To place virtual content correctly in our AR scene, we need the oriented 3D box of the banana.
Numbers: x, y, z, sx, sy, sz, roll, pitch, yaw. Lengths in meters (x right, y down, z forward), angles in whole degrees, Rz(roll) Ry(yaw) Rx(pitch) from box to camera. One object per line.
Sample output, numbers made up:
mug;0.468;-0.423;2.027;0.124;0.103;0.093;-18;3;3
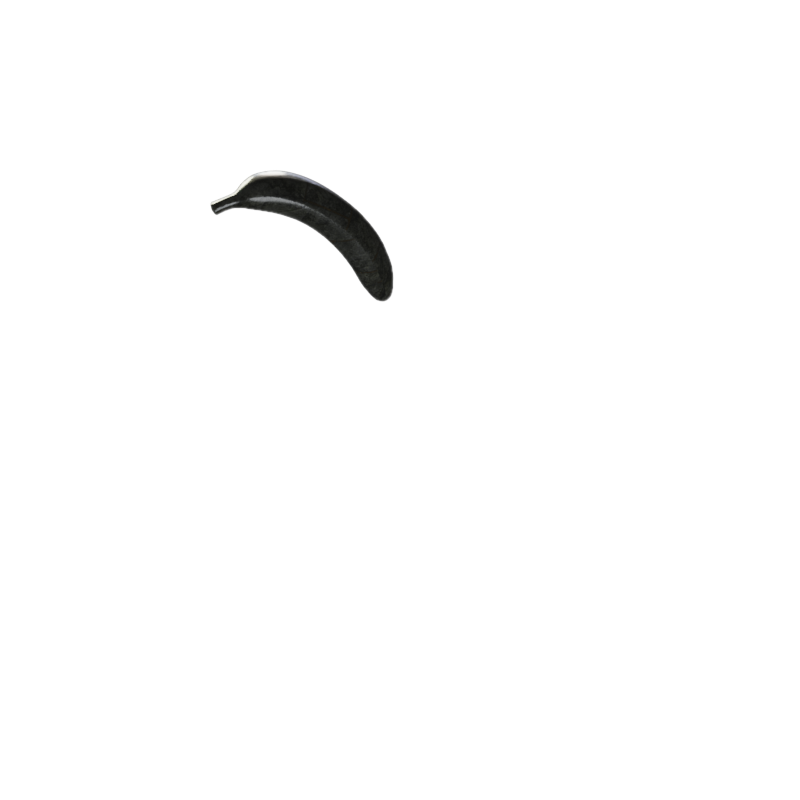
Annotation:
banana;-0.069;-0.153;0.984;0.188;0.039;0.068;28;-51;-26
